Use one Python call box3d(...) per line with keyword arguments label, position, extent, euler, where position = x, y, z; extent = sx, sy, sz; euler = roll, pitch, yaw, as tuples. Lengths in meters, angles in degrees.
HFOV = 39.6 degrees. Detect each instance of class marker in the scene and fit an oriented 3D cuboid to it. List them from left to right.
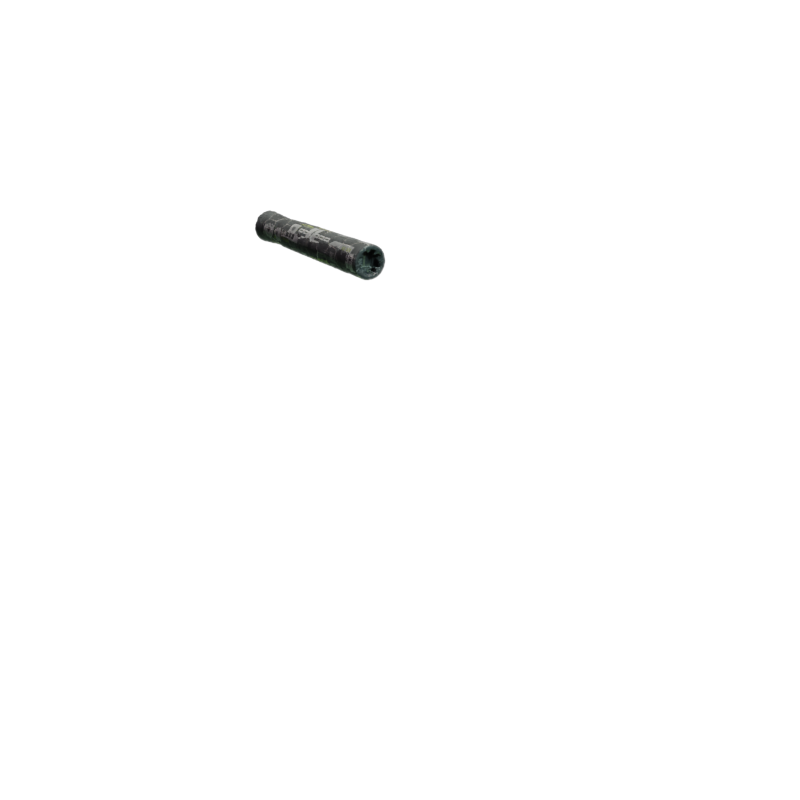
box3d(label="marker", position=(-0.048, -0.088, 0.617), extent=(0.019, 0.019, 0.128), euler=(-3, 18, -32))
